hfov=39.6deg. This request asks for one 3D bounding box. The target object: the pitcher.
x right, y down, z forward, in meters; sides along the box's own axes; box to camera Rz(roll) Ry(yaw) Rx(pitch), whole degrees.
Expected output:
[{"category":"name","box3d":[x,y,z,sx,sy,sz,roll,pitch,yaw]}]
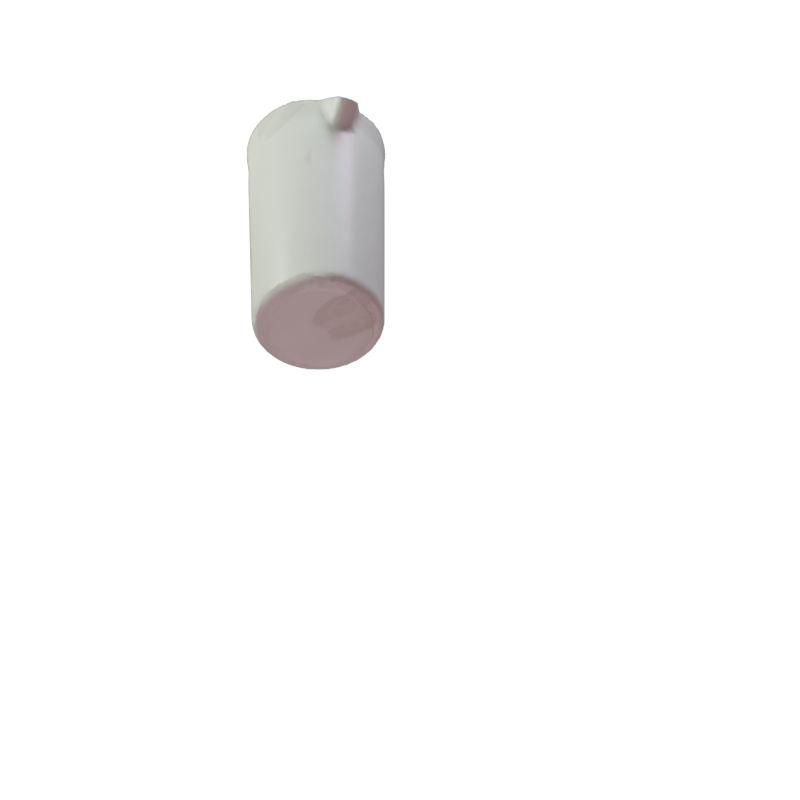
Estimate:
[{"category":"pitcher","box3d":[-0.077,-0.141,0.985,0.146,0.261,0.138,-17,-47,13]}]
